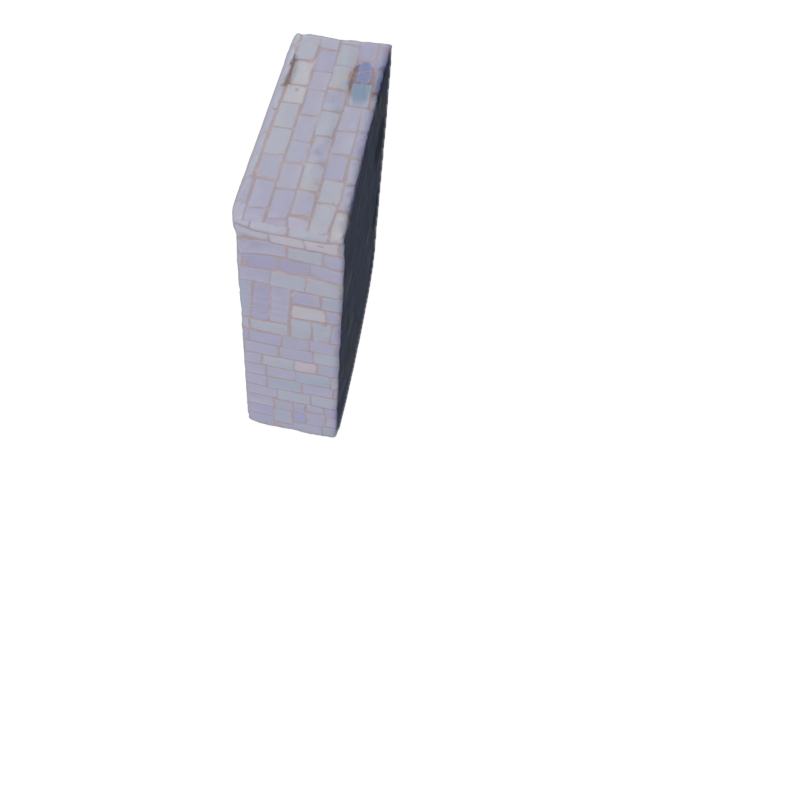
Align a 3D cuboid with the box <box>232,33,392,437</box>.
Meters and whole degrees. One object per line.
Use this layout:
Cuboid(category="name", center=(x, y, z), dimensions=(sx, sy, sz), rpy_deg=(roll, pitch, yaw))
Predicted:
Cuboid(category="box", center=(-0.057, -0.103, 0.722), dimensions=(0.072, 0.174, 0.200), rpy_deg=(9, -35, 2))
